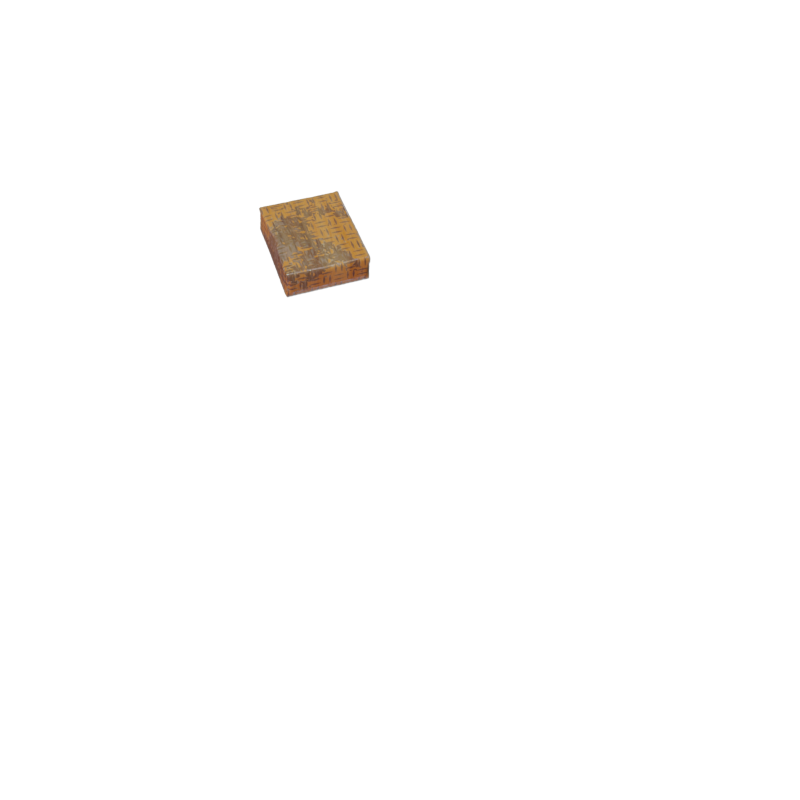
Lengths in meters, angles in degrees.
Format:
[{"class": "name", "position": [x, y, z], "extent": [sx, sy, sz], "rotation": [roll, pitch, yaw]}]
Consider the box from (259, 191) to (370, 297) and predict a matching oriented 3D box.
[{"class": "box", "position": [-0.074, -0.134, 0.941], "extent": [0.072, 0.097, 0.028], "rotation": [-14, -40, -12]}]
